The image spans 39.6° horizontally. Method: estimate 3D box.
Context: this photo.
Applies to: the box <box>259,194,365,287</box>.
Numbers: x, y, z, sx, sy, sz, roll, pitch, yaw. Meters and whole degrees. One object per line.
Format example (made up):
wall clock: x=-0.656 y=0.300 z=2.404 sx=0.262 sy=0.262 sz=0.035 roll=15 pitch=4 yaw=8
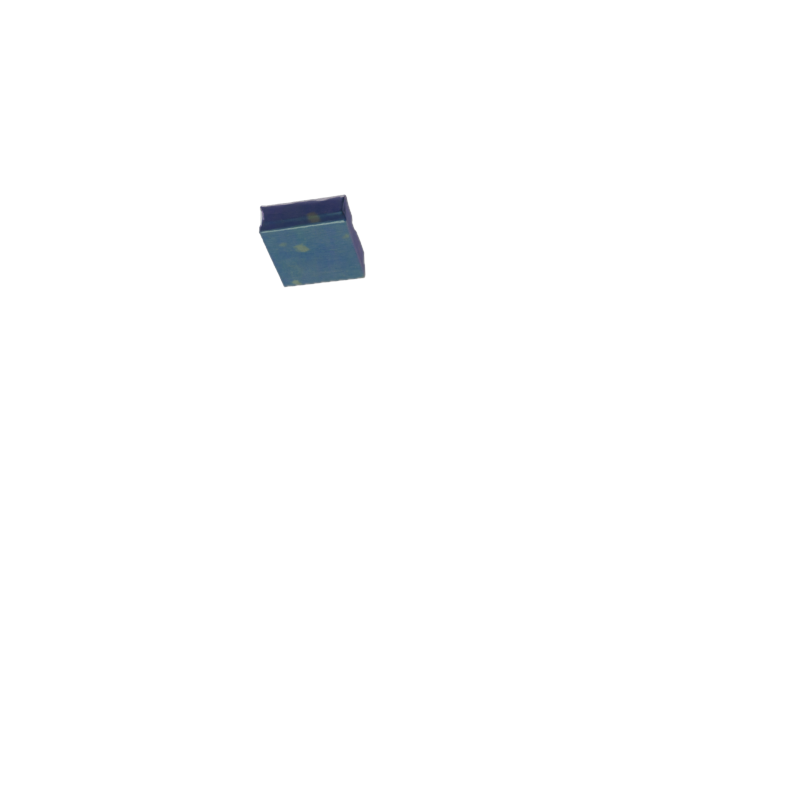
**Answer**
box: x=-0.073 y=-0.133 z=0.931 sx=0.074 sy=0.032 sz=0.083 roll=-6 pitch=-31 yaw=9
